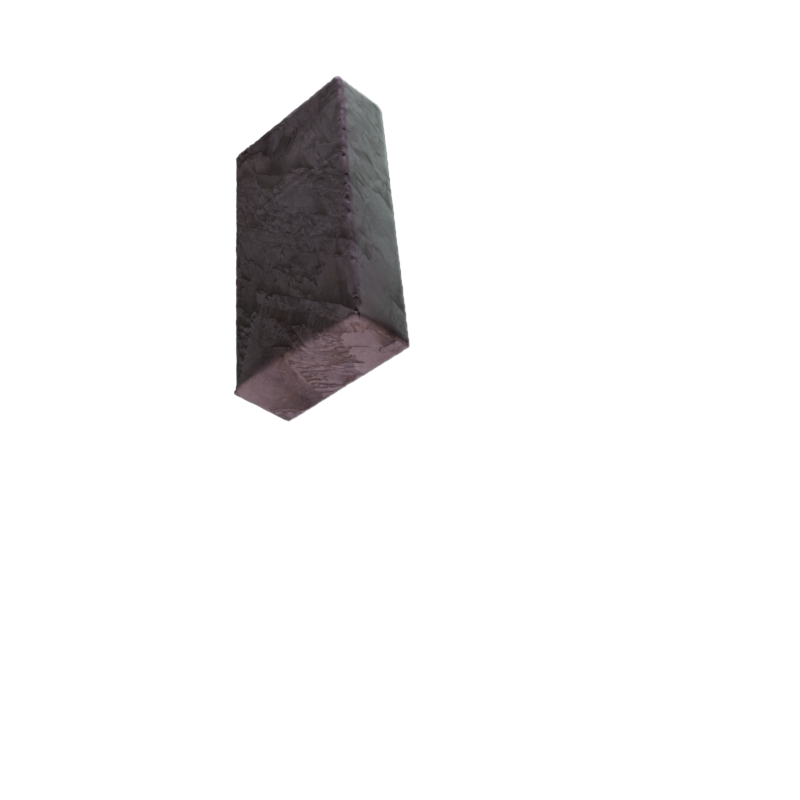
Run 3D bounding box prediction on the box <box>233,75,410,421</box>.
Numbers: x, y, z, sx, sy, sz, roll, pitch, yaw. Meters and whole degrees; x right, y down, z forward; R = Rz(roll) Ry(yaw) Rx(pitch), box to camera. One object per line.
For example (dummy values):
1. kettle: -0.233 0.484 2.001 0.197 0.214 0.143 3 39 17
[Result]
1. box: -0.048 -0.087 0.612 0.093 0.189 0.045 -32 -47 31
